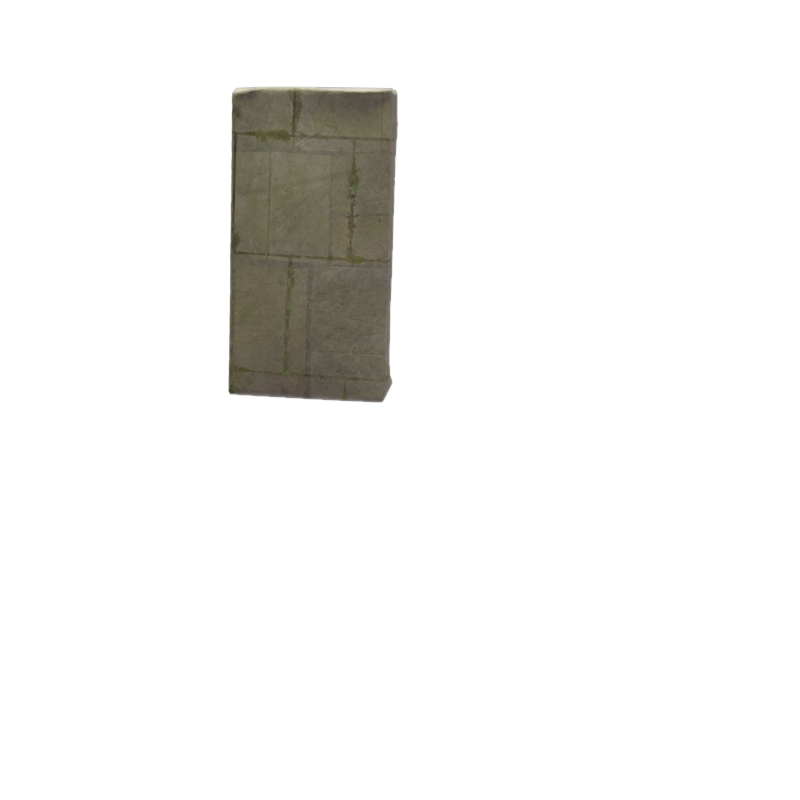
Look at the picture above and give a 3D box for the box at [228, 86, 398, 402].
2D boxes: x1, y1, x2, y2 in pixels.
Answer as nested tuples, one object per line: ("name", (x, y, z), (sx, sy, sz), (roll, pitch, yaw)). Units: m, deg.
("box", (-0.050, -0.091, 0.637), (0.094, 0.173, 0.048), (2, 9, 7))
